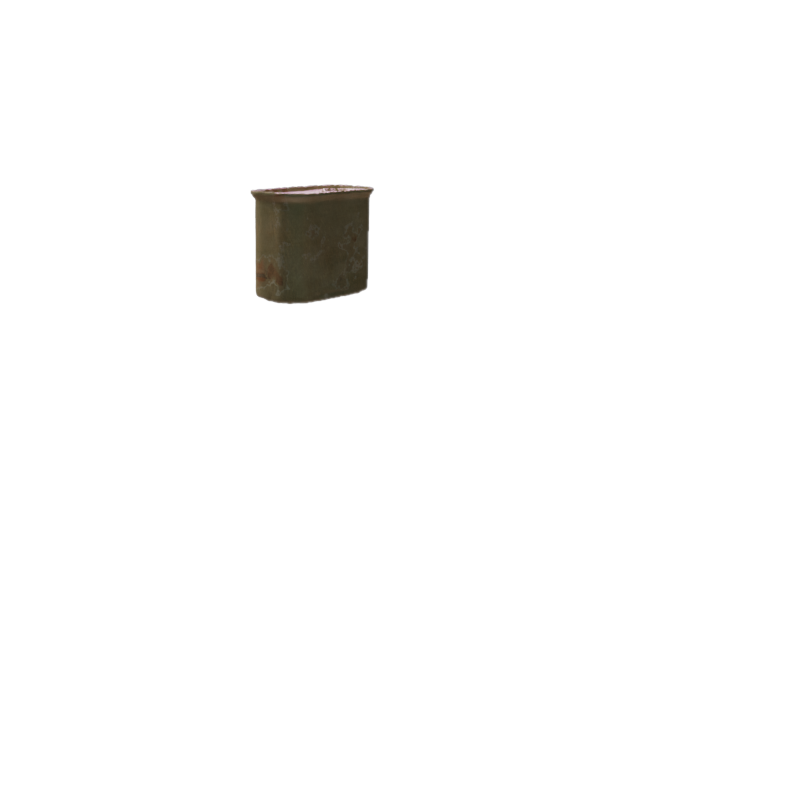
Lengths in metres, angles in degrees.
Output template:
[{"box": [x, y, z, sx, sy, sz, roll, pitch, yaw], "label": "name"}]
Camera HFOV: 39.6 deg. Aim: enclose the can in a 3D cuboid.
[{"box": [-0.068, -0.124, 0.867, 0.060, 0.082, 0.099, 8, 14, 39], "label": "can"}]
